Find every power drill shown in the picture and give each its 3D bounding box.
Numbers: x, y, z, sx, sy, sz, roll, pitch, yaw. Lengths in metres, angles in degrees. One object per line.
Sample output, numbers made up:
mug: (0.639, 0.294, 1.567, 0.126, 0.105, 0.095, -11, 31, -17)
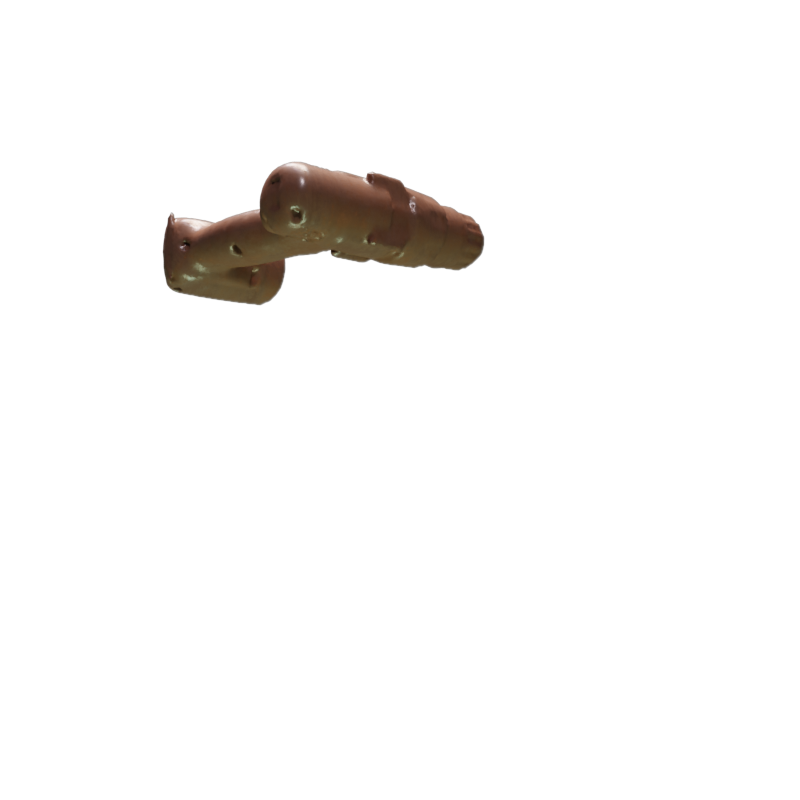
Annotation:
power drill: (-0.060, -0.110, 0.770, 0.175, 0.059, 0.191, 10, -15, -43)
